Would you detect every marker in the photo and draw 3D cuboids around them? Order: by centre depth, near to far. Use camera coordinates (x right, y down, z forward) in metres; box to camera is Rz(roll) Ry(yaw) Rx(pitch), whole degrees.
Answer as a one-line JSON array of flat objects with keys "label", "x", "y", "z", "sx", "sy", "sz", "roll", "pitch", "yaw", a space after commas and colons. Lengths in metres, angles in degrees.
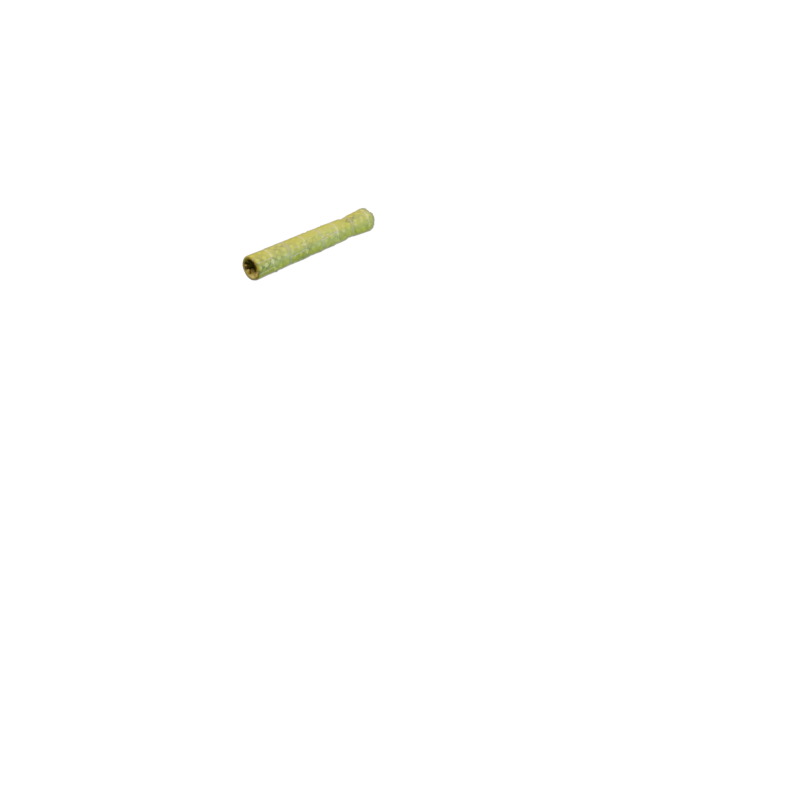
[{"label": "marker", "x": -0.064, "y": -0.116, "z": 0.814, "sx": 0.120, "sy": 0.019, "sz": 0.021, "roll": -30, "pitch": 22, "yaw": -37}]
